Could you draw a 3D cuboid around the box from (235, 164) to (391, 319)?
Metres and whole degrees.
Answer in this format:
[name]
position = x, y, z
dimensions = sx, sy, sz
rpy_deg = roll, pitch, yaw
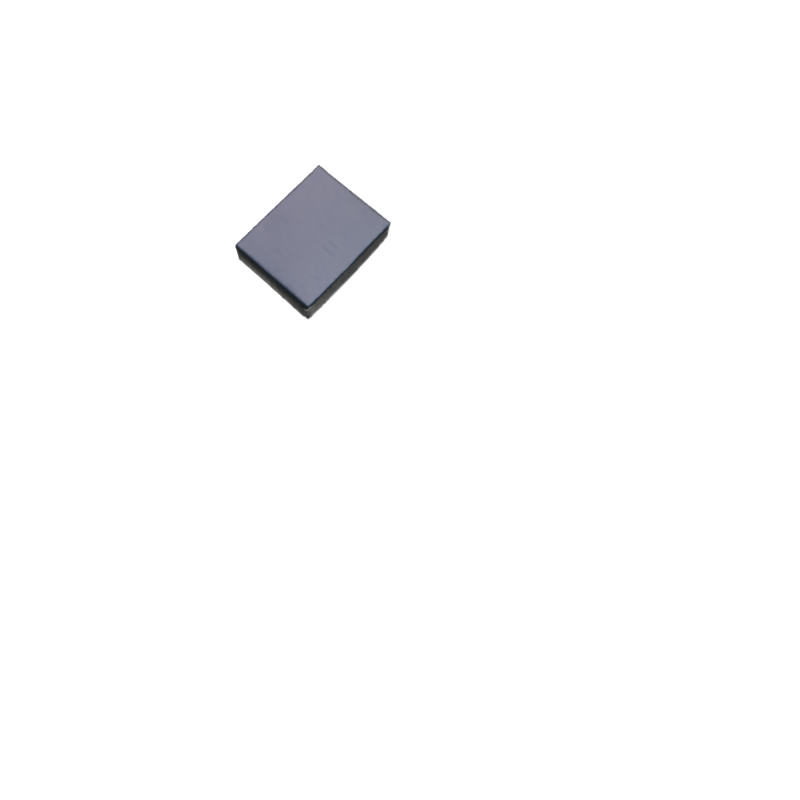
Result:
[box]
position = -0.078, -0.143, 0.999
dimensions = 0.093, 0.115, 0.037
rpy_deg = 39, -18, 15
